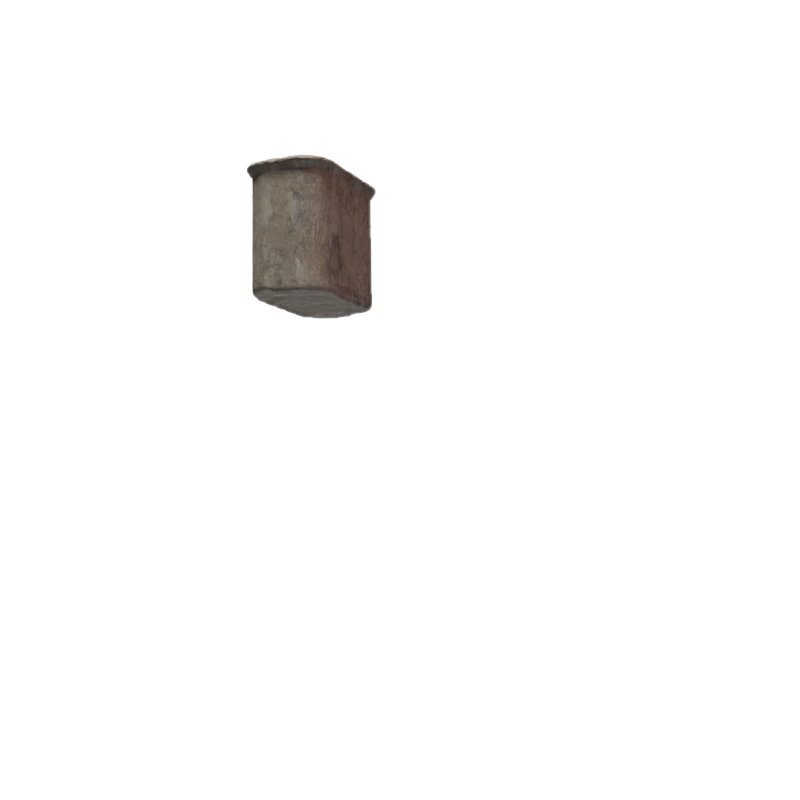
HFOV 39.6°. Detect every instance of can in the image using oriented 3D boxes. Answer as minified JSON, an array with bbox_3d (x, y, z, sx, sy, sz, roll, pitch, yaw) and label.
[{"bbox_3d":[-0.056,-0.101,0.710,0.059,0.086,0.097,-5,-11,23],"label":"can"}]
